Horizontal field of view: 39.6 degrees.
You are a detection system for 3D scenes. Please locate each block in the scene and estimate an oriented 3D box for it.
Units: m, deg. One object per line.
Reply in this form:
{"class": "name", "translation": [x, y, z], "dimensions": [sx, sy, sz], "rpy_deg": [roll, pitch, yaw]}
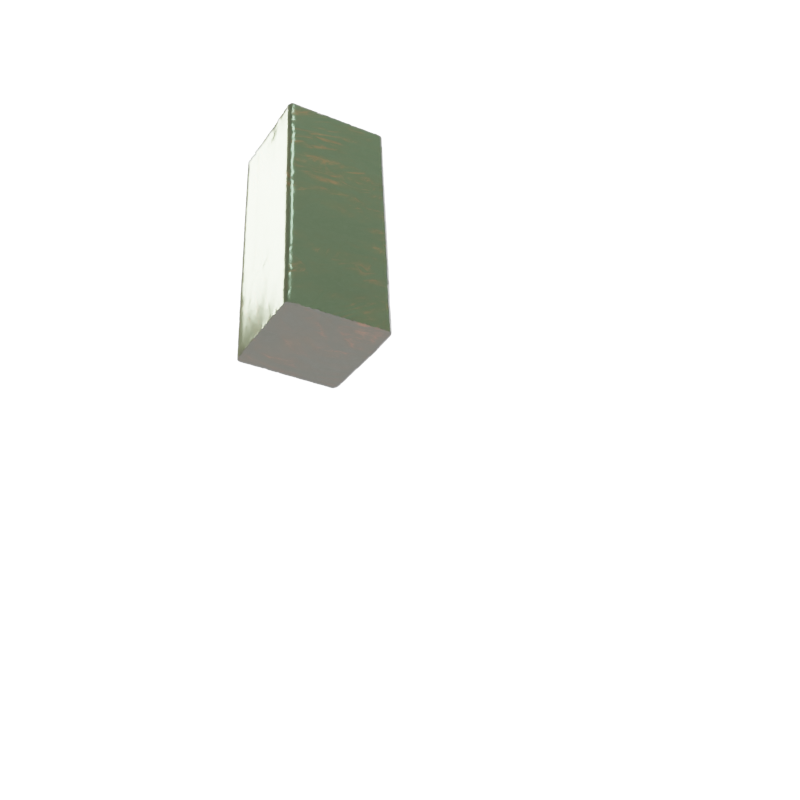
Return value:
{"class": "block", "translation": [-0.070, -0.128, 0.898], "dimensions": [0.087, 0.221, 0.088], "rpy_deg": [17, -41, -25]}
